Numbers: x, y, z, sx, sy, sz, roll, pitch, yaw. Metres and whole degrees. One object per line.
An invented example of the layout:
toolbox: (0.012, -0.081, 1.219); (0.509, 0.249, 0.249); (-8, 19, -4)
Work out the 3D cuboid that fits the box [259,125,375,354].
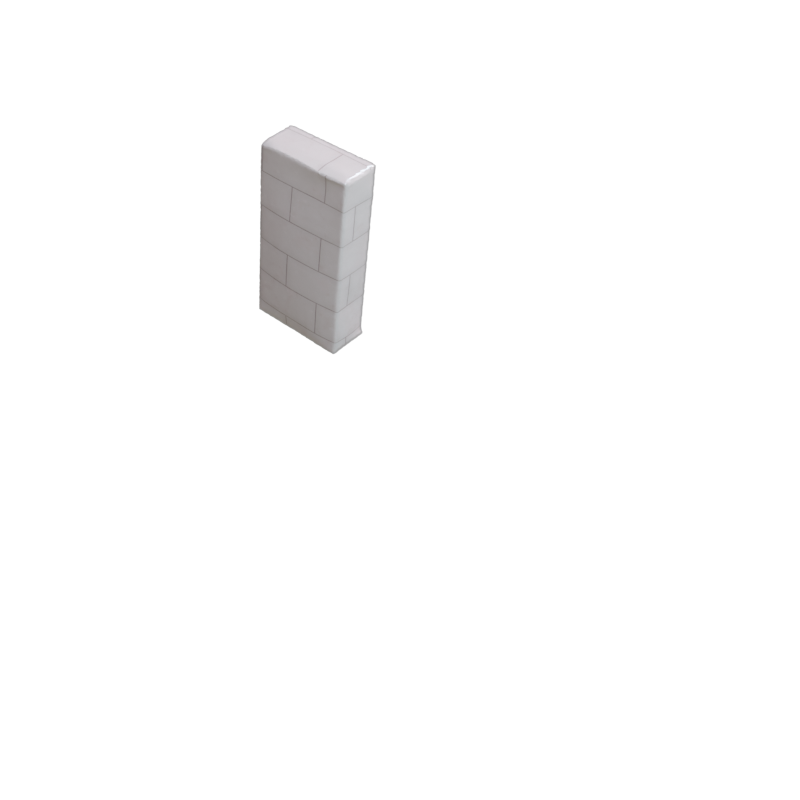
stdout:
box: (-0.073, -0.133, 0.930); (0.099, 0.164, 0.048); (31, 48, 28)
